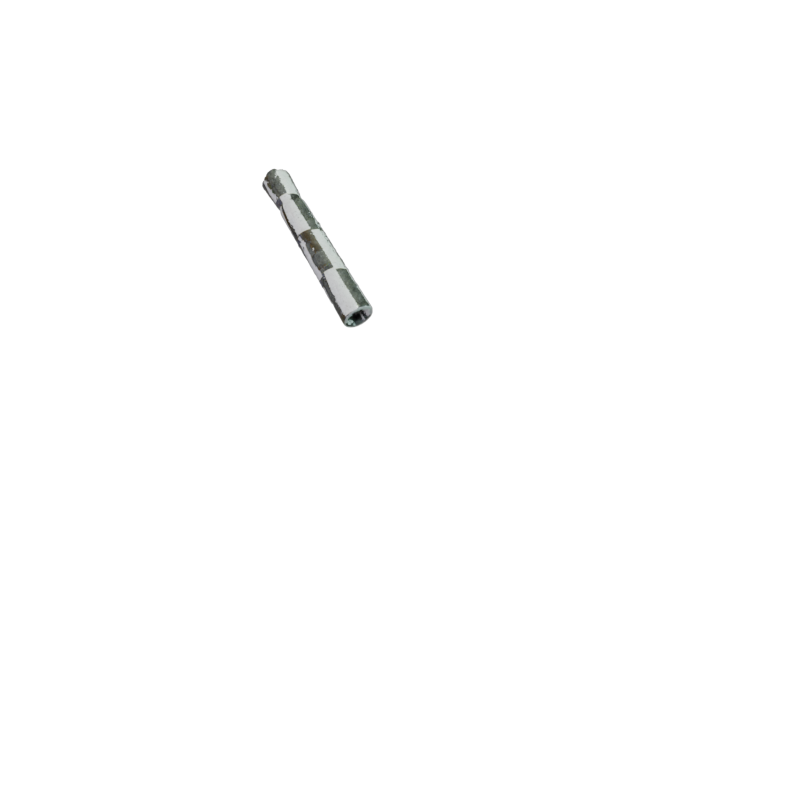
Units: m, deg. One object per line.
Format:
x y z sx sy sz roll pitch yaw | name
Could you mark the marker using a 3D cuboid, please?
-0.052 -0.094 0.661 0.020 0.130 0.018 -21 -33 -16 | marker
